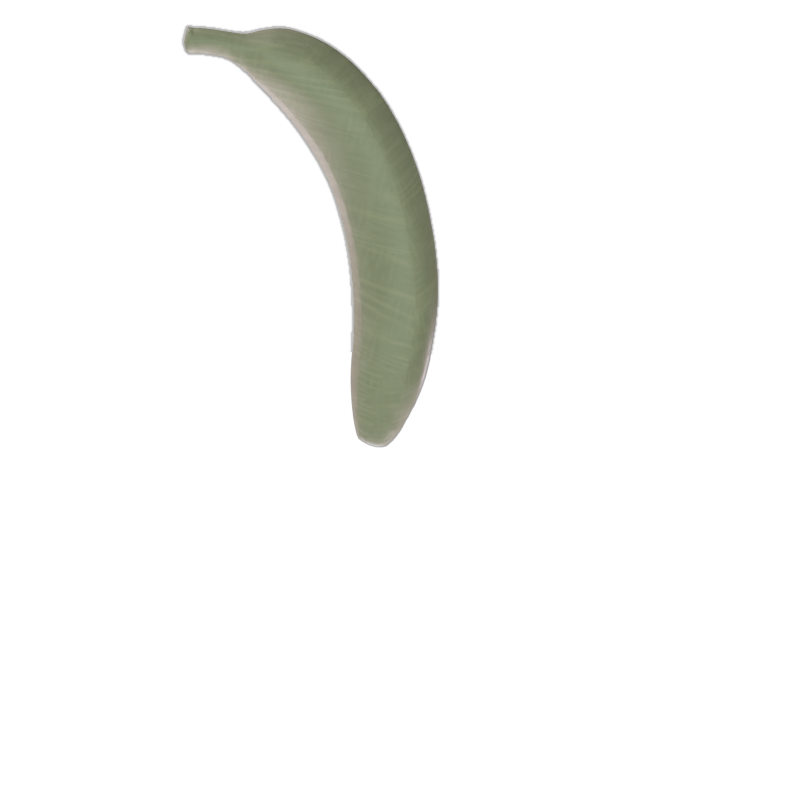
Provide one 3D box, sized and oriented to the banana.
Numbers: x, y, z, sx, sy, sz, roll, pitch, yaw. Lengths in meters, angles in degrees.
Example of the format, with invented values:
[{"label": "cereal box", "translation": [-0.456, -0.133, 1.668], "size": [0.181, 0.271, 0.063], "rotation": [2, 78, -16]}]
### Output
[{"label": "banana", "translation": [-0.022, -0.078, 0.472], "size": [0.070, 0.192, 0.038], "rotation": [-23, 11, 4]}]
